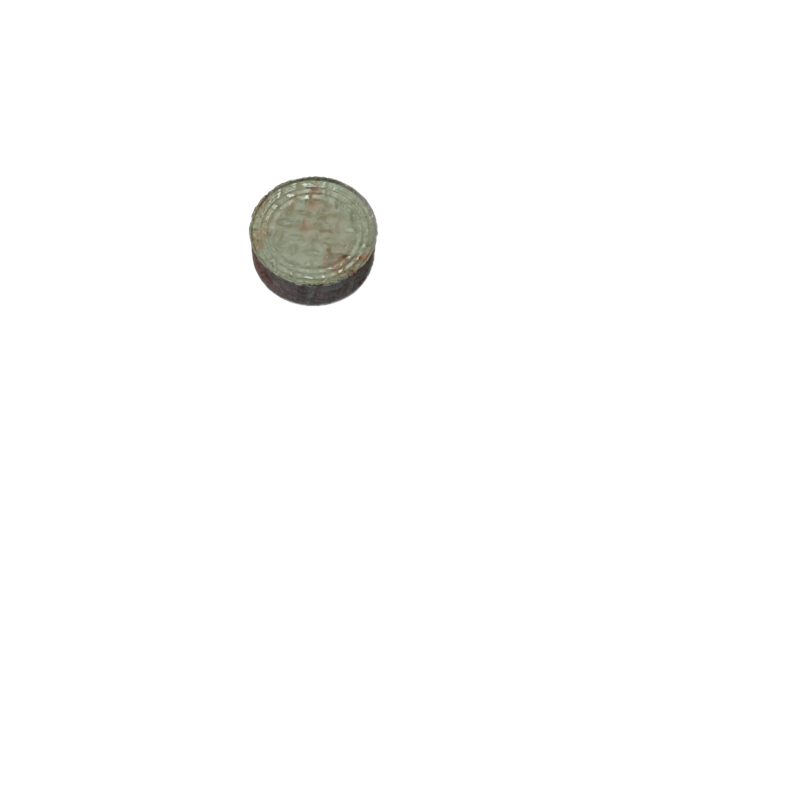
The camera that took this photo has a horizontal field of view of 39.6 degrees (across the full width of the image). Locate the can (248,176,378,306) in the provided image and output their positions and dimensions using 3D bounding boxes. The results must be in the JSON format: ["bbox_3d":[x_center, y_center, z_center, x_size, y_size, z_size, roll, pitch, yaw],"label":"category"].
[{"bbox_3d":[-0.059,-0.107,0.751,0.086,0.091,0.032,-1,-29,-1],"label":"can"}]
